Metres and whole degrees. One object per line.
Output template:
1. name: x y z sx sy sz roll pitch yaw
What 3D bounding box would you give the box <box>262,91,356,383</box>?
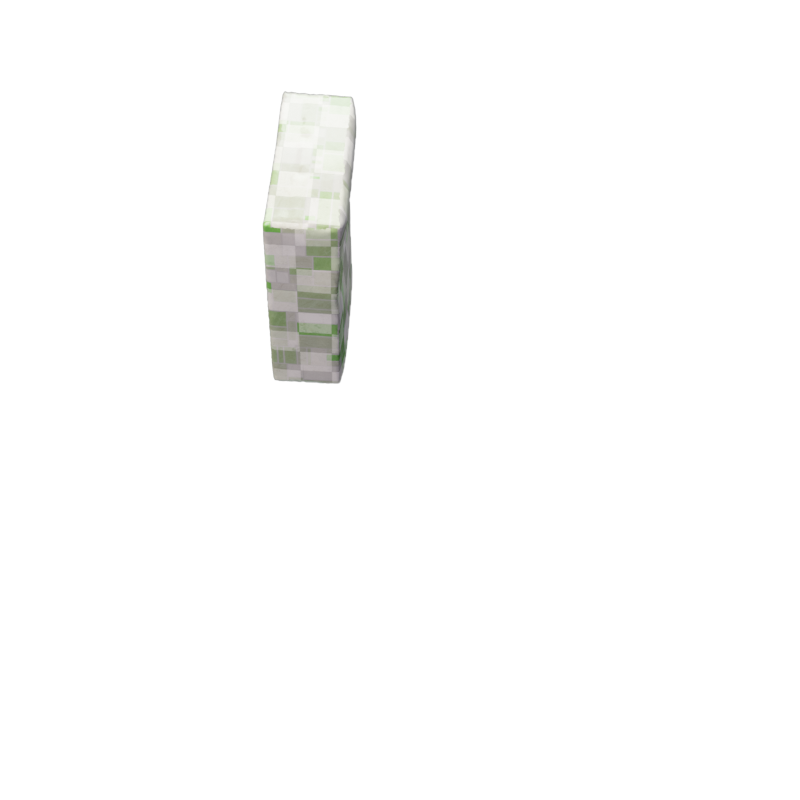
1. box: -0.078 -0.142 0.995 0.072 0.176 0.199 3 -38 -1
